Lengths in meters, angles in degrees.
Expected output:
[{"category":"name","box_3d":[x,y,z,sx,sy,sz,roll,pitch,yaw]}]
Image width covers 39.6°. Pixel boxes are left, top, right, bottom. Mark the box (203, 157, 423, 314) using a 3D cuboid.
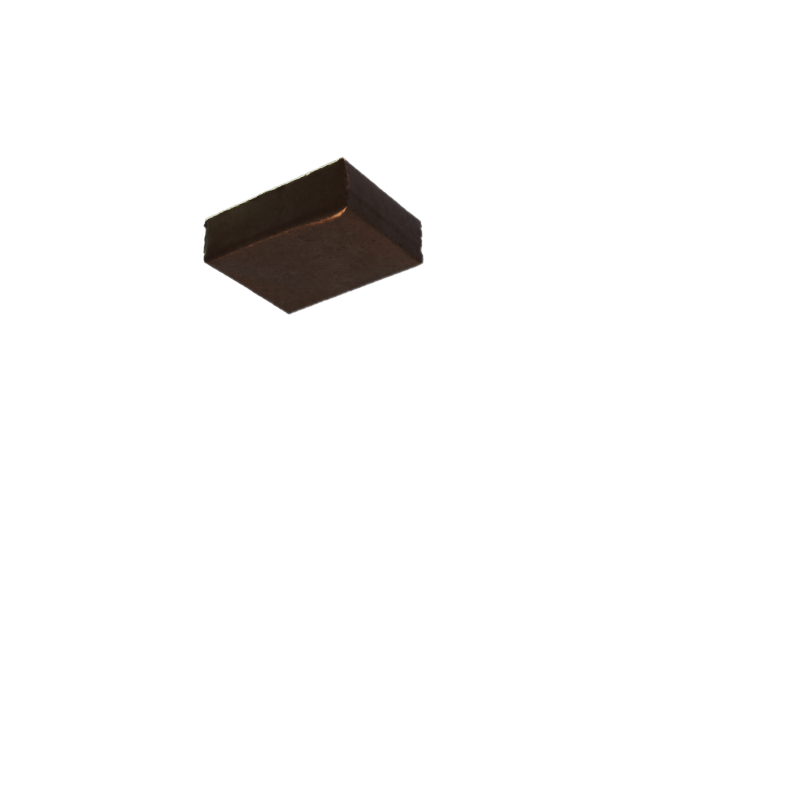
[{"category":"box","box_3d":[-0.055,-0.101,0.707,0.115,0.041,0.084,-16,-29,31]}]
